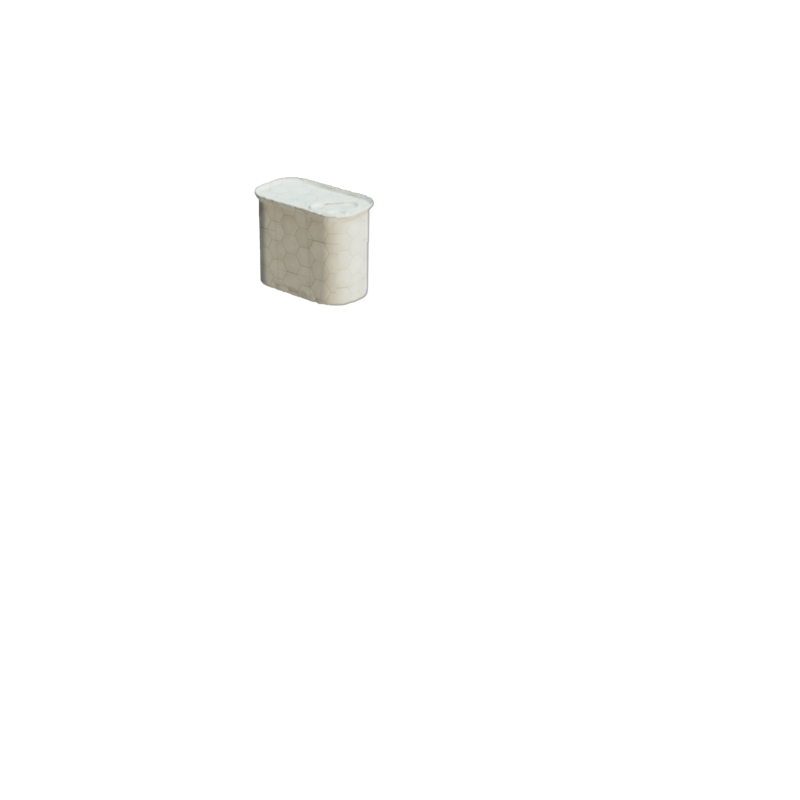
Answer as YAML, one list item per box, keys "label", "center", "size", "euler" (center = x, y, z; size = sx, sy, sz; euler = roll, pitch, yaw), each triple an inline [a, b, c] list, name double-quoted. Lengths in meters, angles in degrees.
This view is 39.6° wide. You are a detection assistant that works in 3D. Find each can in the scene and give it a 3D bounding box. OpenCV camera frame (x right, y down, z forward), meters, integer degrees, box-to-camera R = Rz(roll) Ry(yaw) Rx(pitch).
- label: "can"
  center: [-0.073, -0.133, 0.933]
  size: [0.108, 0.079, 0.057]
  euler: [20, 31, 34]
